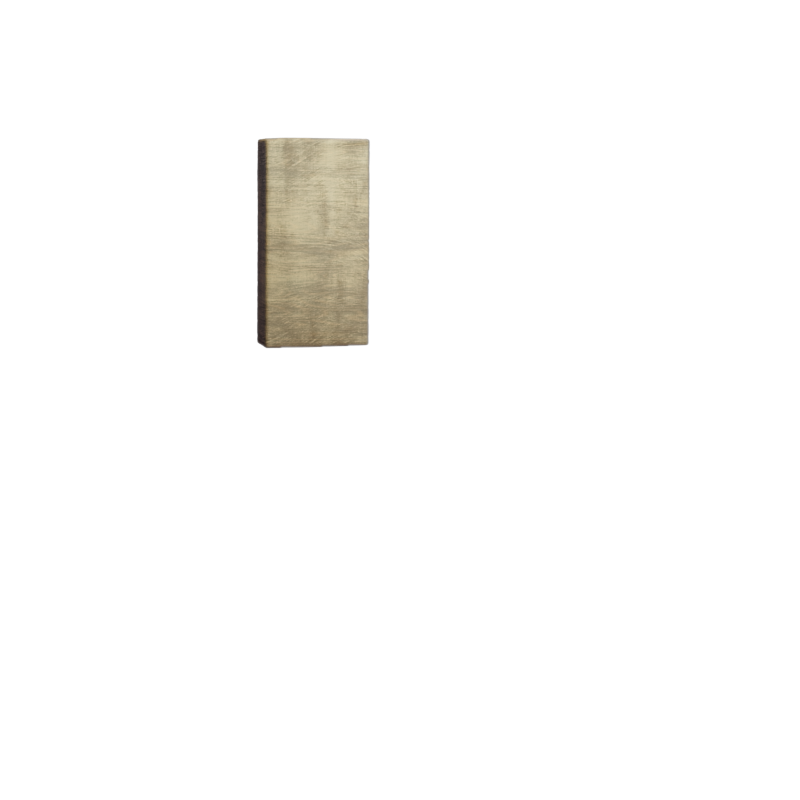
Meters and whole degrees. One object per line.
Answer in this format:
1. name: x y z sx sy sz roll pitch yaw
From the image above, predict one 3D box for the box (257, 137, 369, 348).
1. box: -0.074 -0.135 0.946 0.092 0.174 0.049 -1 5 -15
